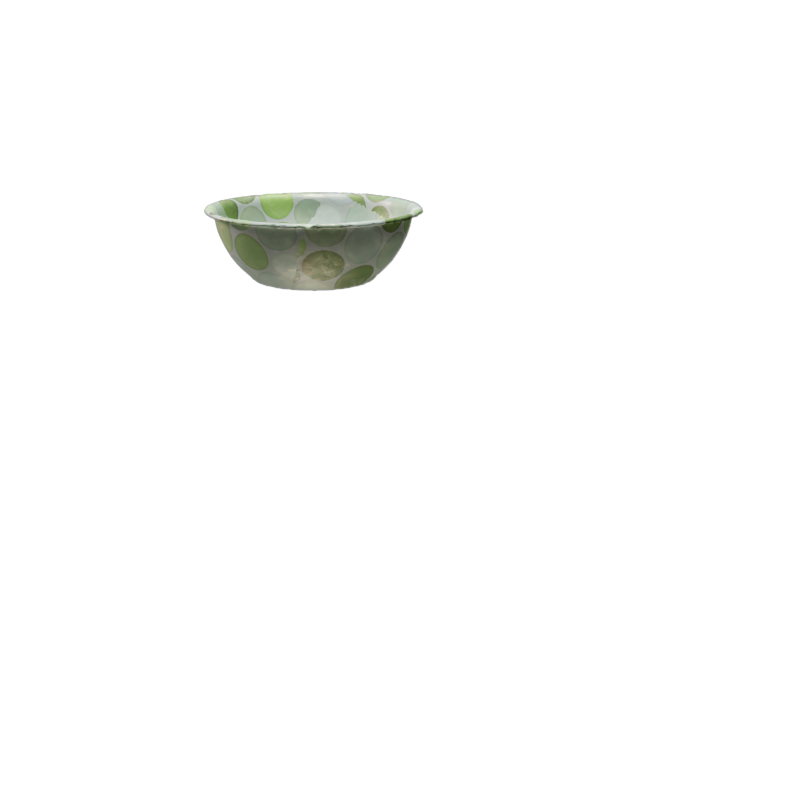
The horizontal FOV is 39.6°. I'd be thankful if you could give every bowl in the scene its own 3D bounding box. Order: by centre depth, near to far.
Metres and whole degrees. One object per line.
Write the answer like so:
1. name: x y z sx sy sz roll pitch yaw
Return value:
1. bowl: -0.065 -0.118 0.825 0.162 0.053 0.168 -1 18 -2
